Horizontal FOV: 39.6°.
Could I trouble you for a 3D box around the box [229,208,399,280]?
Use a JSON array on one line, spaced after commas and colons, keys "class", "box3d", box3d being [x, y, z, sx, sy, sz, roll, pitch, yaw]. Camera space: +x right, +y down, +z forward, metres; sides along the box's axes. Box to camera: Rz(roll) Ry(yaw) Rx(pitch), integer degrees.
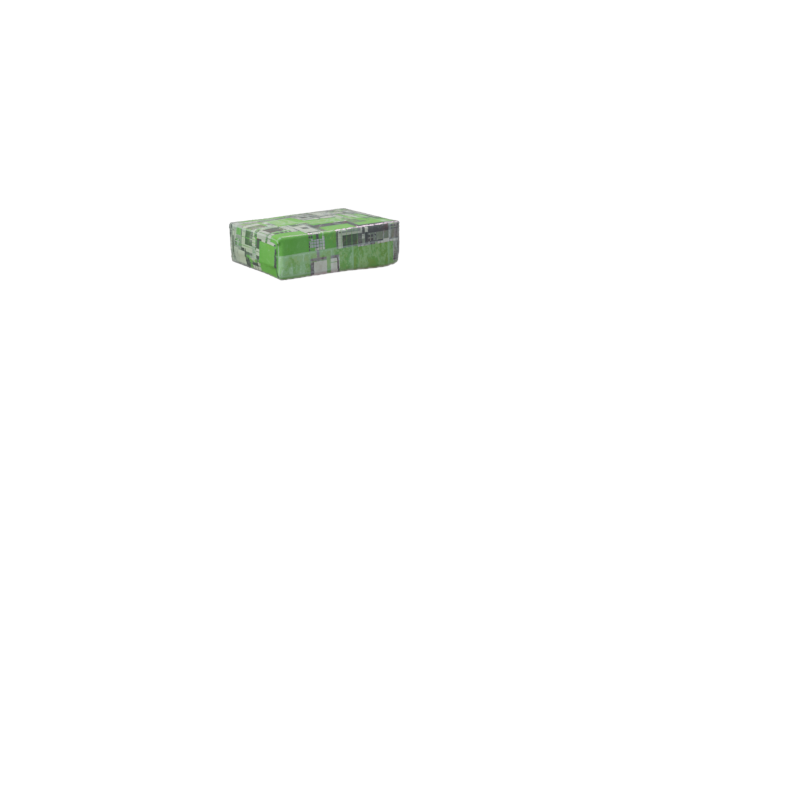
[{"class": "box", "box3d": [-0.070, -0.128, 0.900, 0.111, 0.038, 0.095, -10, 20, -30]}]
